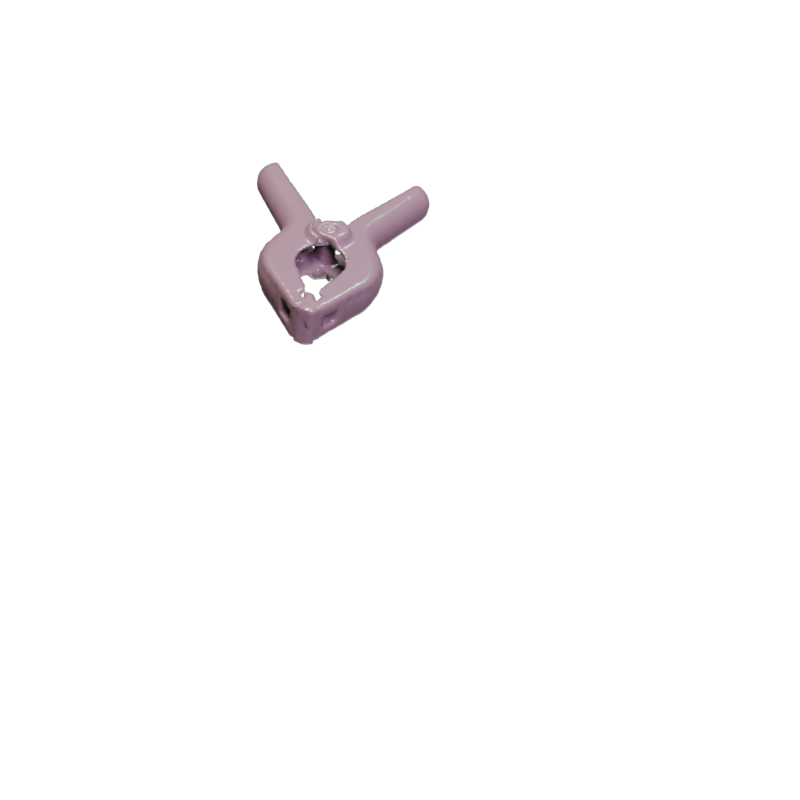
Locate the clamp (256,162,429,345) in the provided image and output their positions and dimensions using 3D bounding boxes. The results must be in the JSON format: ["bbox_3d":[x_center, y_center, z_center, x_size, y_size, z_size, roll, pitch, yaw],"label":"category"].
[{"bbox_3d":[-0.057,-0.103,0.723,0.123,0.037,0.179,10,38,12],"label":"clamp"}]
